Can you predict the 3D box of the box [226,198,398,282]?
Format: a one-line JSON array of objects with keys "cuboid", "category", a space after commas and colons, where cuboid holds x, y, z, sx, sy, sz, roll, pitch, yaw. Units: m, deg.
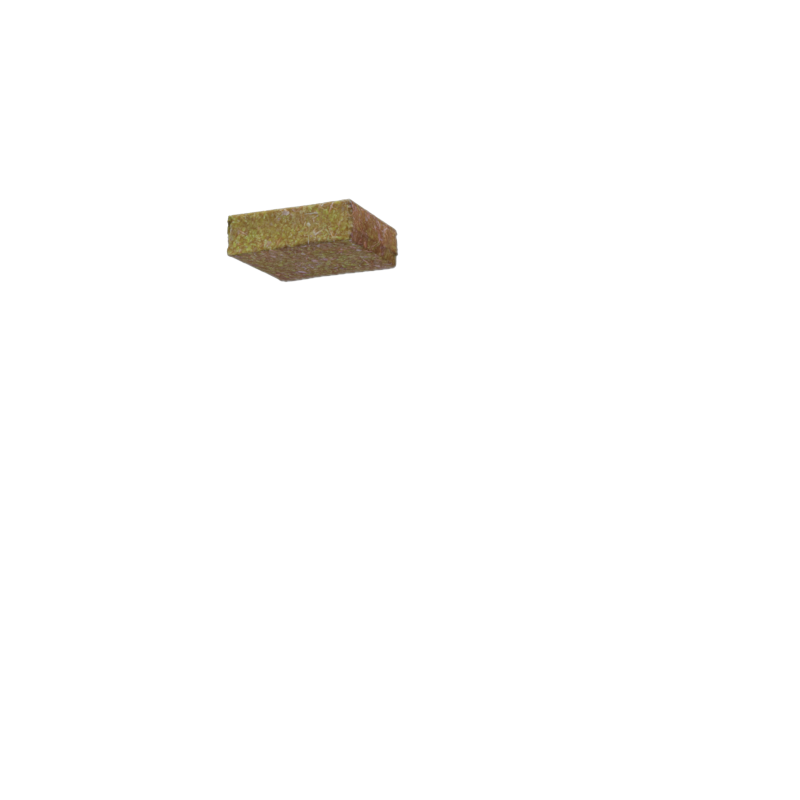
[{"cuboid": [-0.070, -0.128, 0.897, 0.116, 0.040, 0.085, -5, -13, 25], "category": "box"}]
